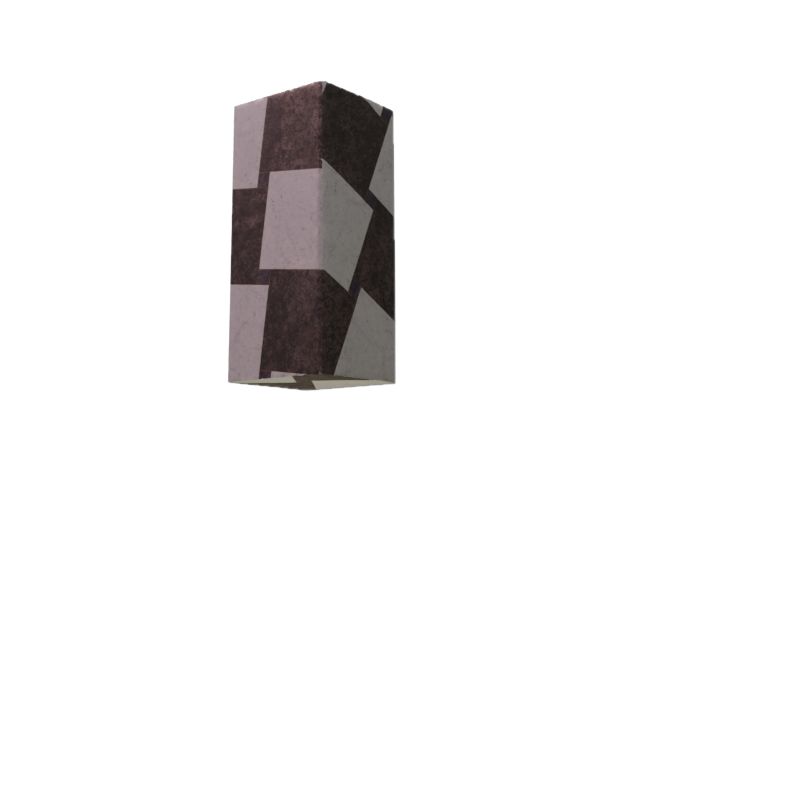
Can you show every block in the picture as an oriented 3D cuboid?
[{"bbox_3d":[-0.063,-0.116,0.811,0.093,0.212,0.085,-9,-14,37],"label":"block"}]
